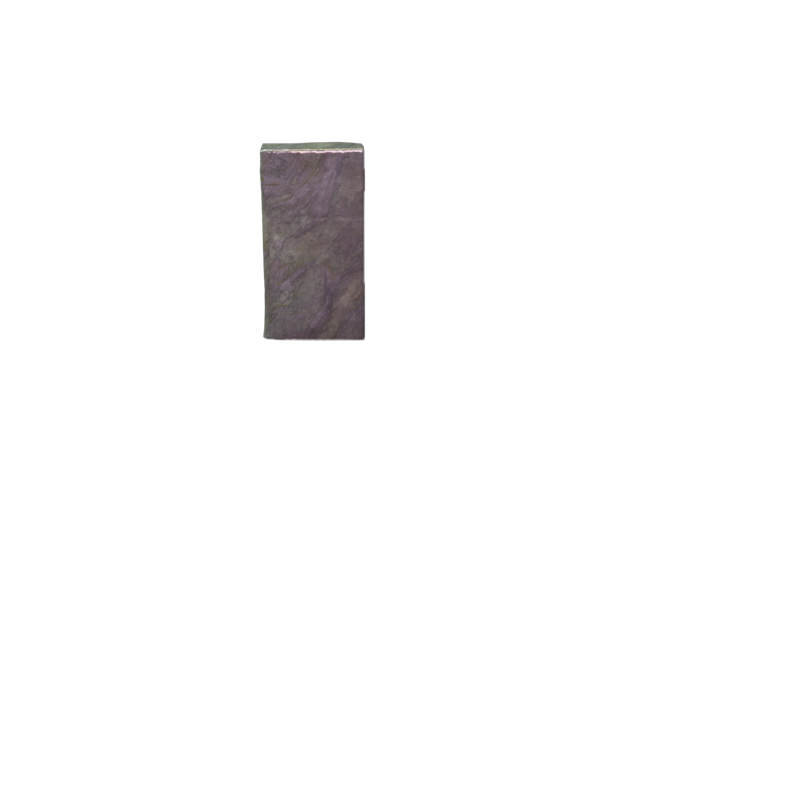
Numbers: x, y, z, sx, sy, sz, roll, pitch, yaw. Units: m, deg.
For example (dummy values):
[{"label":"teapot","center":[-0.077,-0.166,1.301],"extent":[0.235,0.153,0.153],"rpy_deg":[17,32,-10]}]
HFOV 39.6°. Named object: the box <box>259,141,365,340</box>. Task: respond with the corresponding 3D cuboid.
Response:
[{"label":"box","center":[-0.078,-0.142,0.994],"extent":[0.093,0.171,0.050],"rpy_deg":[1,13,-1]}]
